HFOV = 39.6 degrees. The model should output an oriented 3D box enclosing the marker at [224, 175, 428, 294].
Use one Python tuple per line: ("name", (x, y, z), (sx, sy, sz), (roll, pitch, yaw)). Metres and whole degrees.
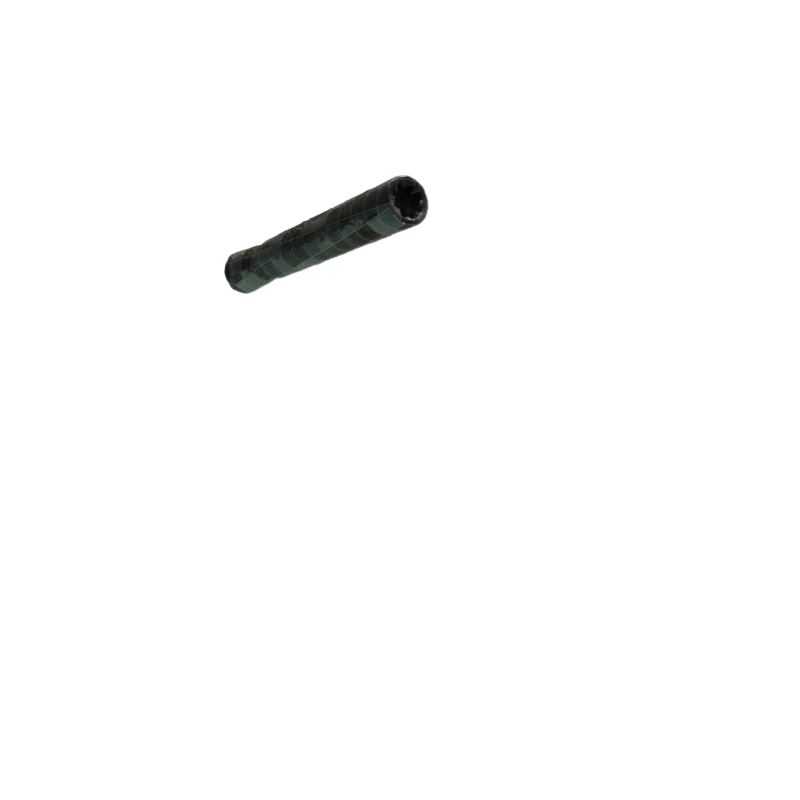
("marker", (-0.034, -0.062, 0.434), (0.019, 0.020, 0.123), (-3, -6, -38))
